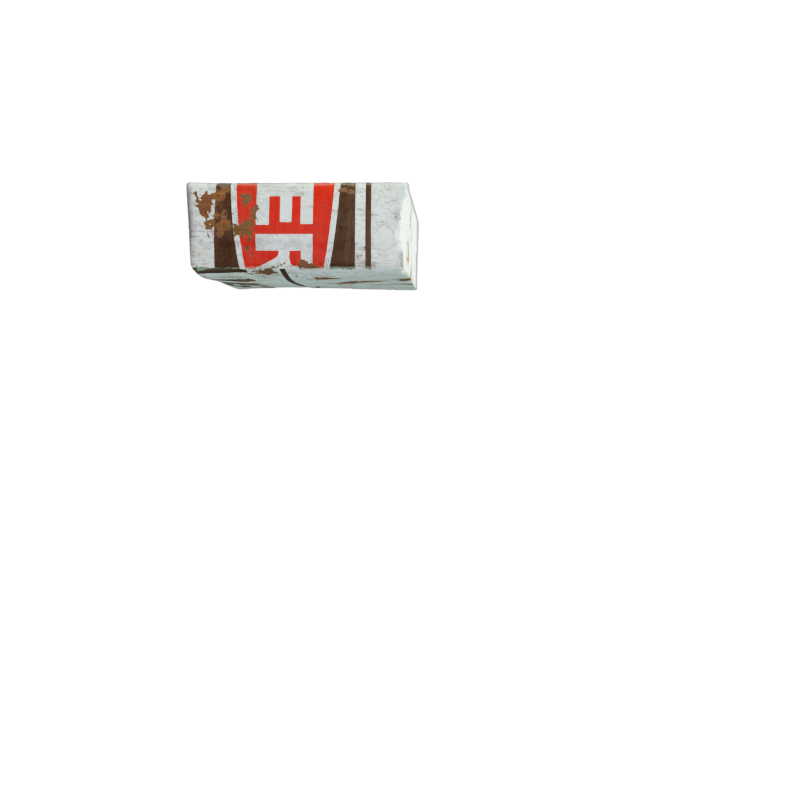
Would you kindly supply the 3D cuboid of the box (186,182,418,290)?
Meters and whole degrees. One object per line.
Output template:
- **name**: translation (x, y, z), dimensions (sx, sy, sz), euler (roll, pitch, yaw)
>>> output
- **box**: translation (-0.038, -0.070, 0.487), dimensions (0.090, 0.039, 0.112), euler (0, 2, 4)
